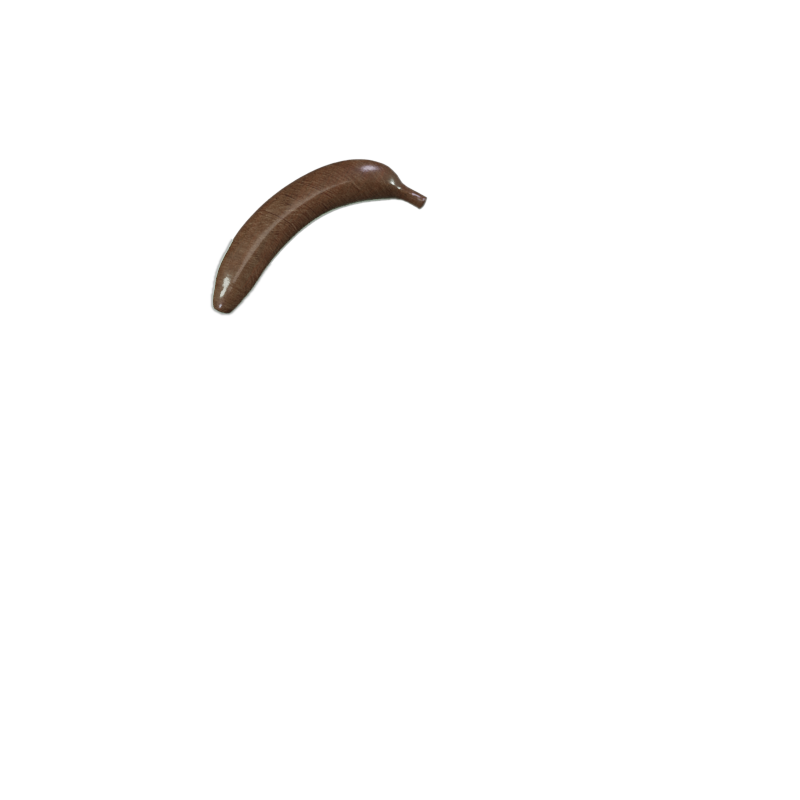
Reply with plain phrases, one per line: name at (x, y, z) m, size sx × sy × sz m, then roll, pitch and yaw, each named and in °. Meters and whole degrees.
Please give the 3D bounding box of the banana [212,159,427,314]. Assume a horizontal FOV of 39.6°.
banana at (-0.076, -0.143, 0.888) m, size 0.198 × 0.073 × 0.035 m, roll -31°, pitch -18°, yaw -12°
